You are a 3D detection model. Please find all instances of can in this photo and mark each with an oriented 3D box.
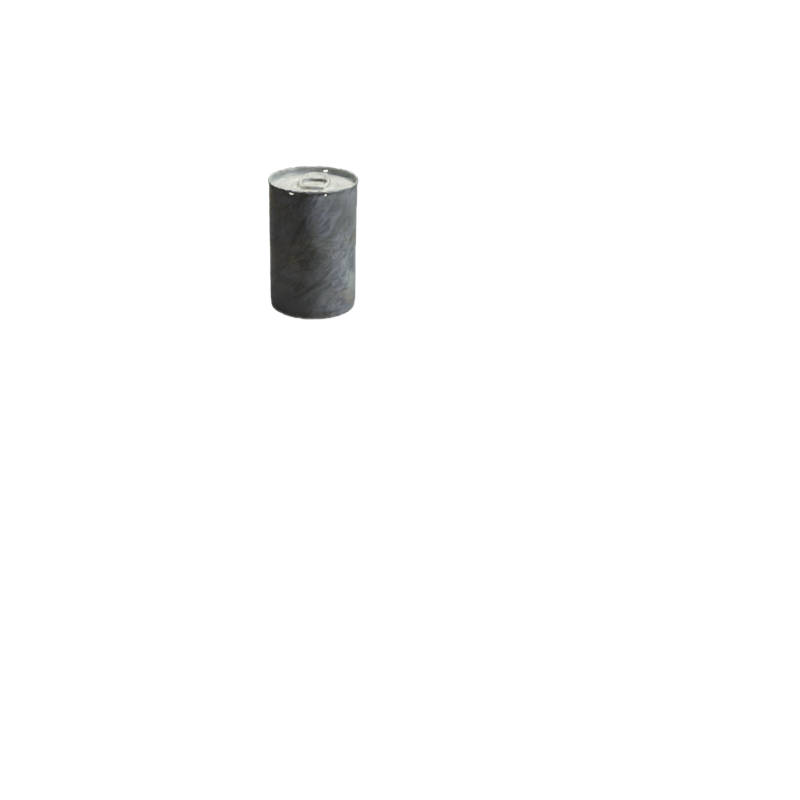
[{"bbox_3d":[-0.066,-0.121,0.847,0.068,0.097,0.072,0,23,-2],"label":"can"}]
